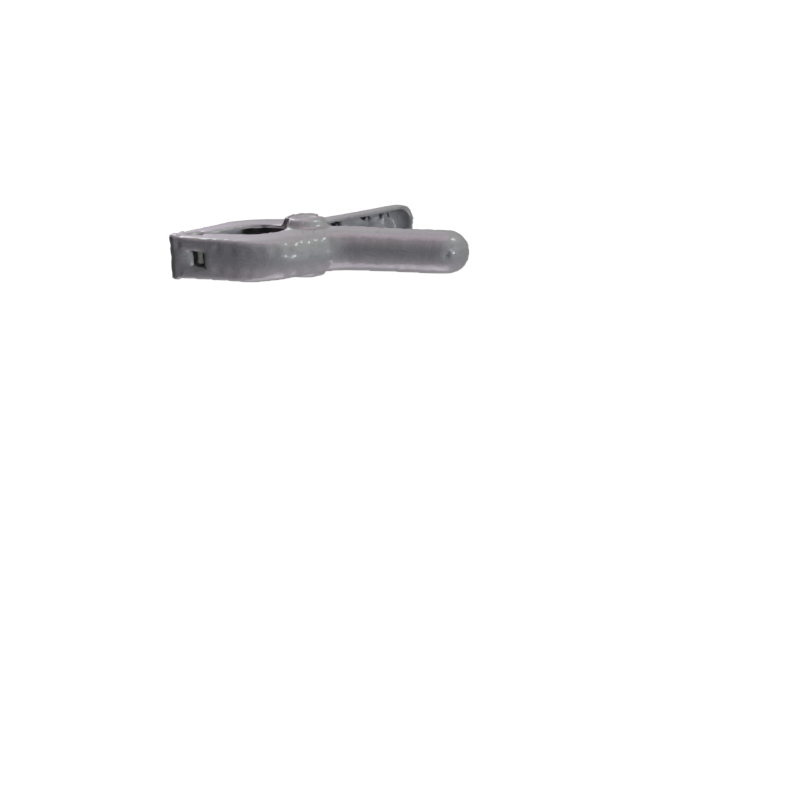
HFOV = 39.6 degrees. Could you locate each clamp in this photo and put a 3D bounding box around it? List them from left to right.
[{"bbox_3d":[-0.053,-0.097,0.677,0.170,0.038,0.123,-1,12,-5],"label":"clamp"}]
